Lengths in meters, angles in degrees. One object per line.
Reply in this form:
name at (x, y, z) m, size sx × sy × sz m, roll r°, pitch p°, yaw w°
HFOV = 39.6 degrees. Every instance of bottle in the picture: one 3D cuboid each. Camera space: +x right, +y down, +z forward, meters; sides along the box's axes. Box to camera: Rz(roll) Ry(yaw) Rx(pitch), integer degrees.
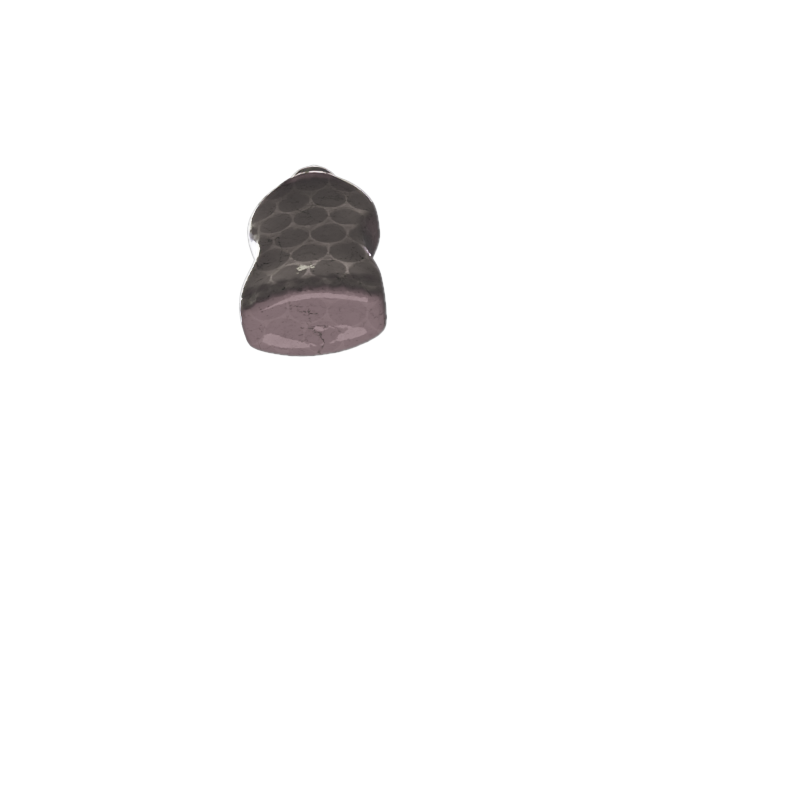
bottle at (-0.062, -0.113, 0.797) m, size 0.096 × 0.054 × 0.205 m, roll -9°, pitch 40°, yaw 4°
